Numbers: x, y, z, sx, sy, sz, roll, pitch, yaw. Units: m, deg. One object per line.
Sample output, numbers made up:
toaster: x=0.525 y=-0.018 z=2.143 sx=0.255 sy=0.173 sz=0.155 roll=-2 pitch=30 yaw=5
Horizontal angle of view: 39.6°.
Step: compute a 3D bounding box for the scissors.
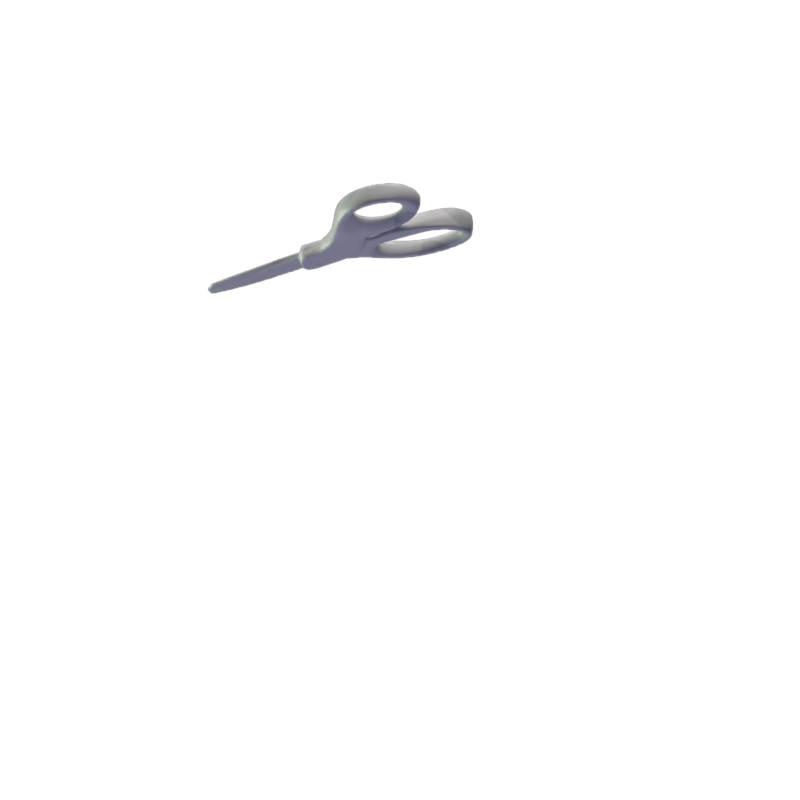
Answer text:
scissors: x=-0.056 y=-0.101 z=0.709 sx=0.205 sy=0.017 sz=0.090 roll=-7 pitch=-20 yaw=21
